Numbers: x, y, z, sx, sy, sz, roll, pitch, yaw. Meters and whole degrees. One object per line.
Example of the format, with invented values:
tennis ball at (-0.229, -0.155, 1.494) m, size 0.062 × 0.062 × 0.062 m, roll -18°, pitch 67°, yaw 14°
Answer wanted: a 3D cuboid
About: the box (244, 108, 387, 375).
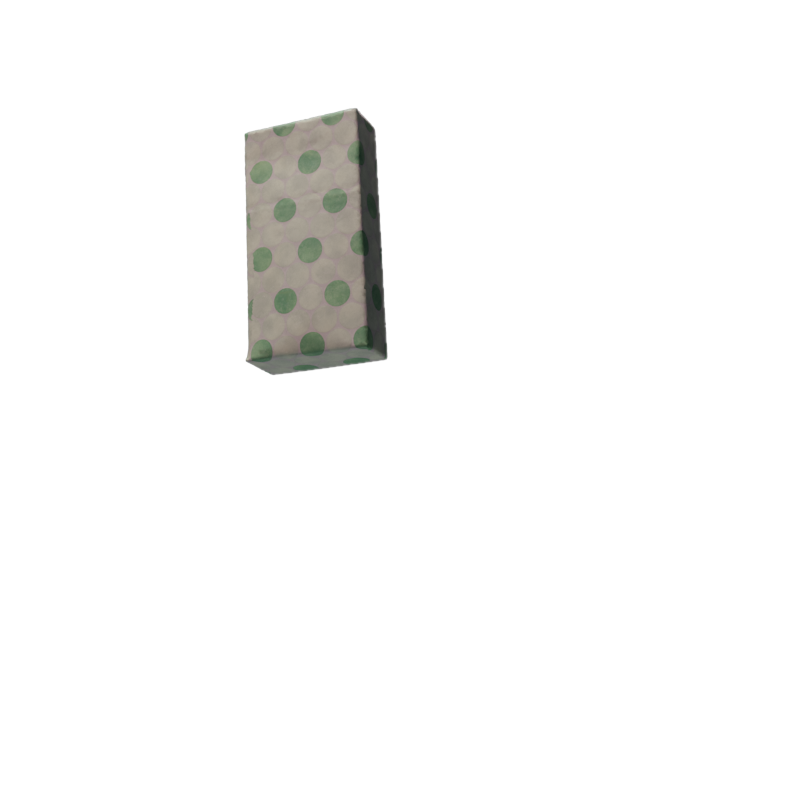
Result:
box at (-0.061, -0.112, 0.786) m, size 0.095 × 0.185 × 0.045 m, roll -9°, pitch -22°, yaw 21°
